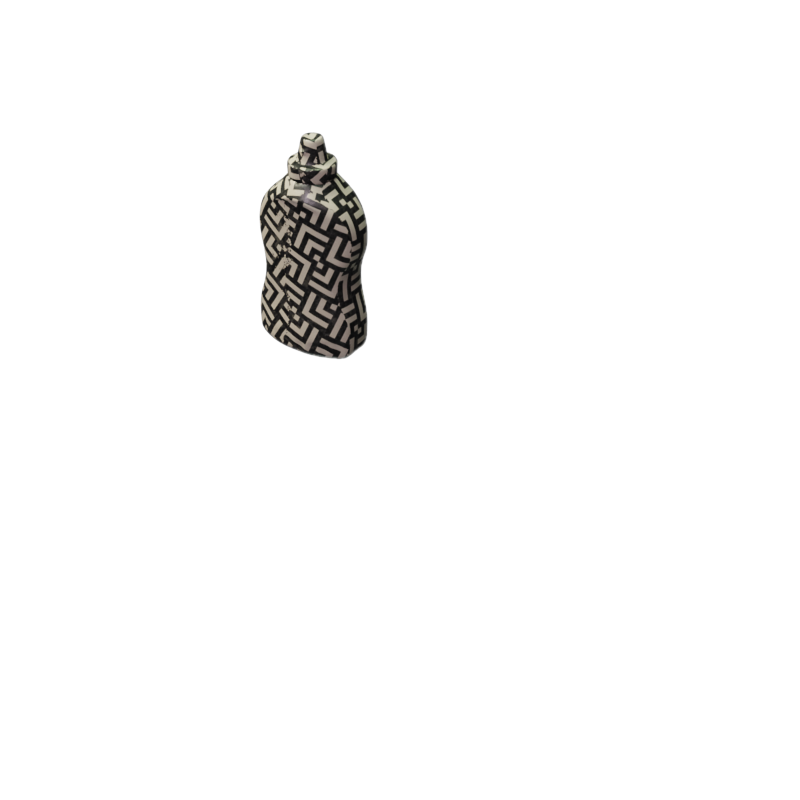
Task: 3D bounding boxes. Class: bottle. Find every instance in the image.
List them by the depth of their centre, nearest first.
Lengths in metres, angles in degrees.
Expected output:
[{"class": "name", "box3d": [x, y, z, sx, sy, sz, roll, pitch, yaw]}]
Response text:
[{"class": "bottle", "box3d": [-0.073, -0.132, 0.929, 0.101, 0.180, 0.059, 22, 36, 30]}]
